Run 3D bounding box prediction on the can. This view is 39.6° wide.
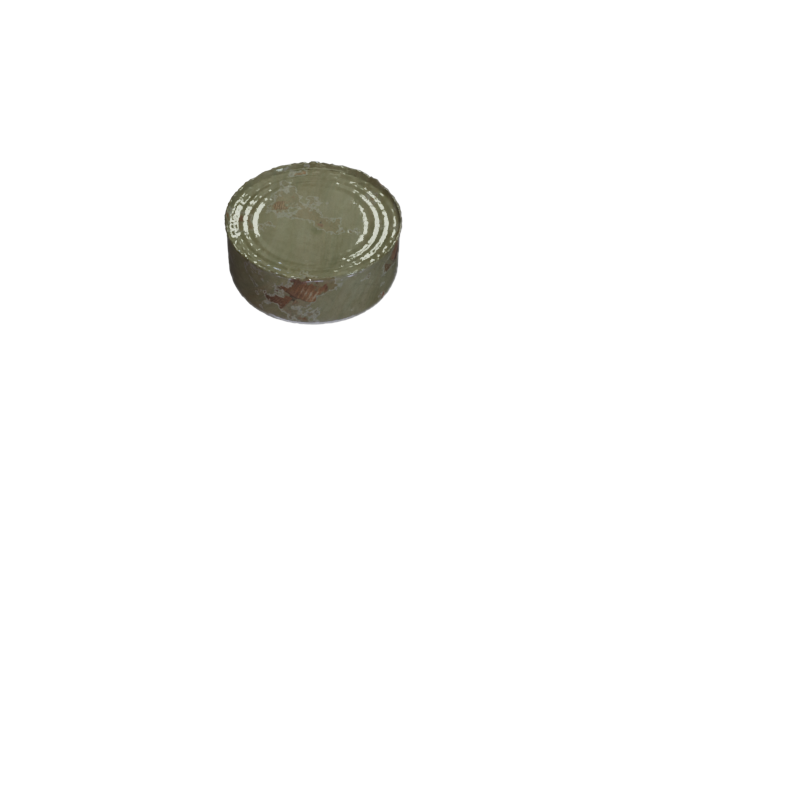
[{"bbox_3d":[-0.043,-0.078,0.544,0.086,0.092,0.031,-1,-43,-1],"label":"can"}]
